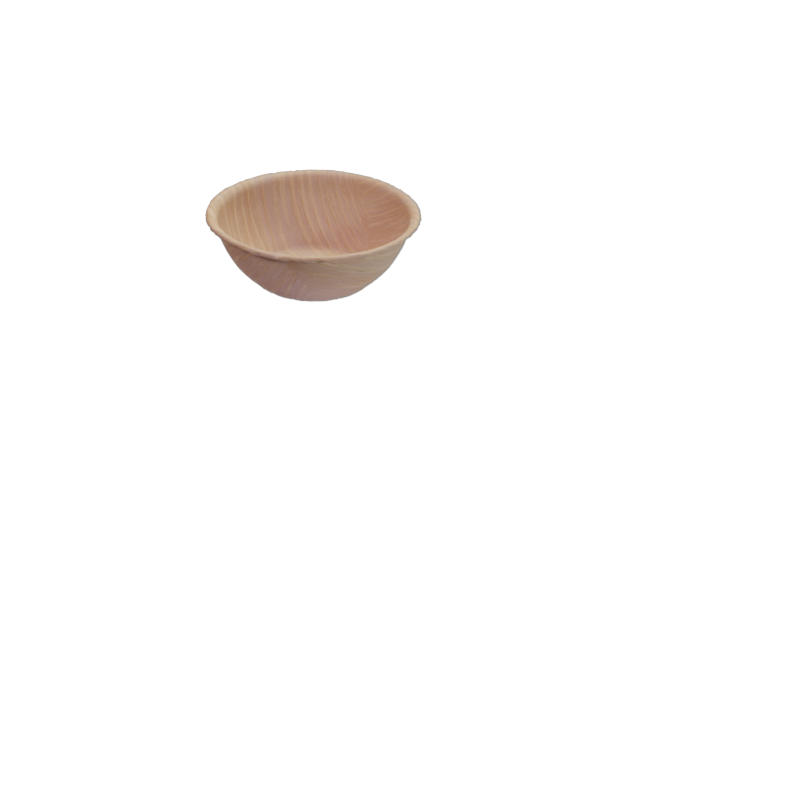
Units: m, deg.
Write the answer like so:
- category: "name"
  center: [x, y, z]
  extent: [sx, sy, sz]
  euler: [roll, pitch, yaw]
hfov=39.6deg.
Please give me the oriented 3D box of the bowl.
- category: "bowl"
  center: [-0.066, -0.120, 0.844]
  extent: [0.162, 0.052, 0.172]
  euler: [-1, 32, -2]
